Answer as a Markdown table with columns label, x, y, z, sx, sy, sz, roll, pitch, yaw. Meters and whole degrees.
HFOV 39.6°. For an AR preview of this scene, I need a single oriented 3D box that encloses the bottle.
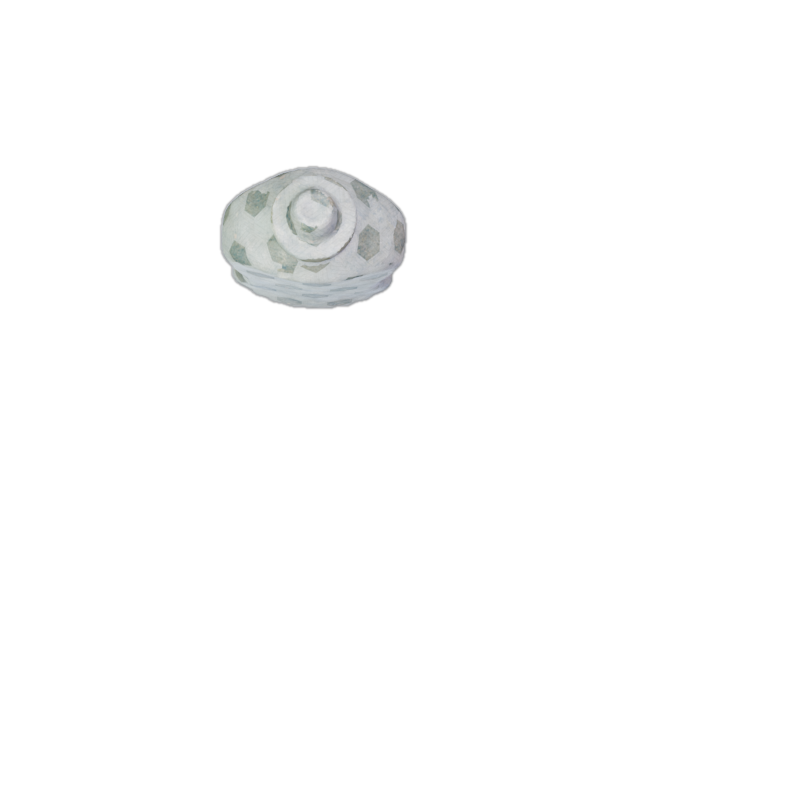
| label | x | y | z | sx | sy | sz | roll | pitch | yaw |
| --- | --- | --- | --- | --- | --- | --- | --- | --- | --- |
| bottle | -0.046 | -0.085 | 0.593 | 0.096 | 0.059 | 0.190 | 5 | -1 | -3 |
